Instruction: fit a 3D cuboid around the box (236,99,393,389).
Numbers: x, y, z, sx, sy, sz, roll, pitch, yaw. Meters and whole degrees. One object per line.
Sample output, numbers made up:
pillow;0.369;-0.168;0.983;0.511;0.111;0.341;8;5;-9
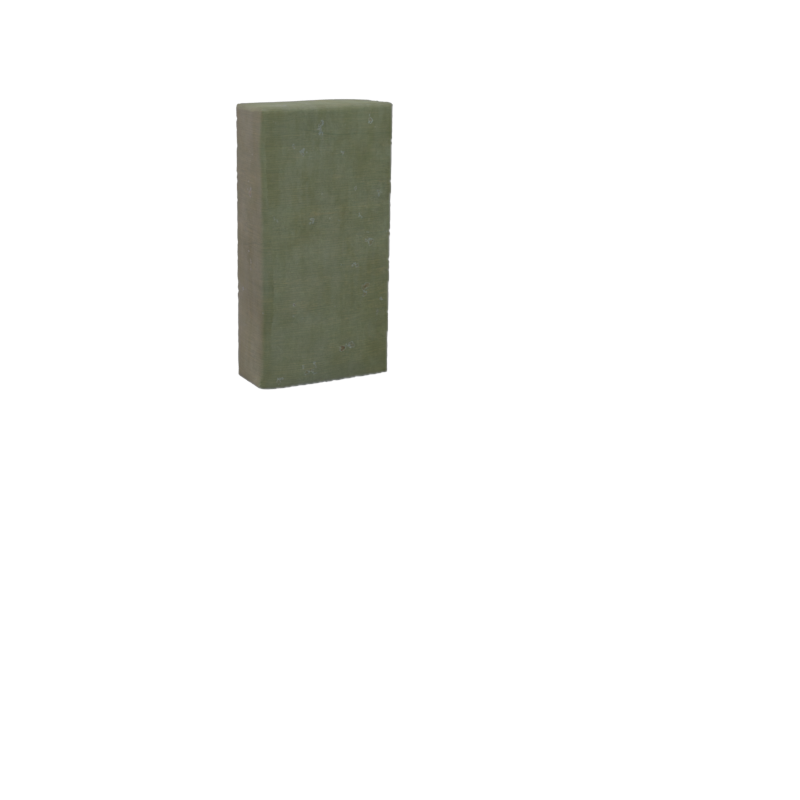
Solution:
box;-0.055;-0.100;0.699;0.091;0.172;0.051;-6;13;-29
